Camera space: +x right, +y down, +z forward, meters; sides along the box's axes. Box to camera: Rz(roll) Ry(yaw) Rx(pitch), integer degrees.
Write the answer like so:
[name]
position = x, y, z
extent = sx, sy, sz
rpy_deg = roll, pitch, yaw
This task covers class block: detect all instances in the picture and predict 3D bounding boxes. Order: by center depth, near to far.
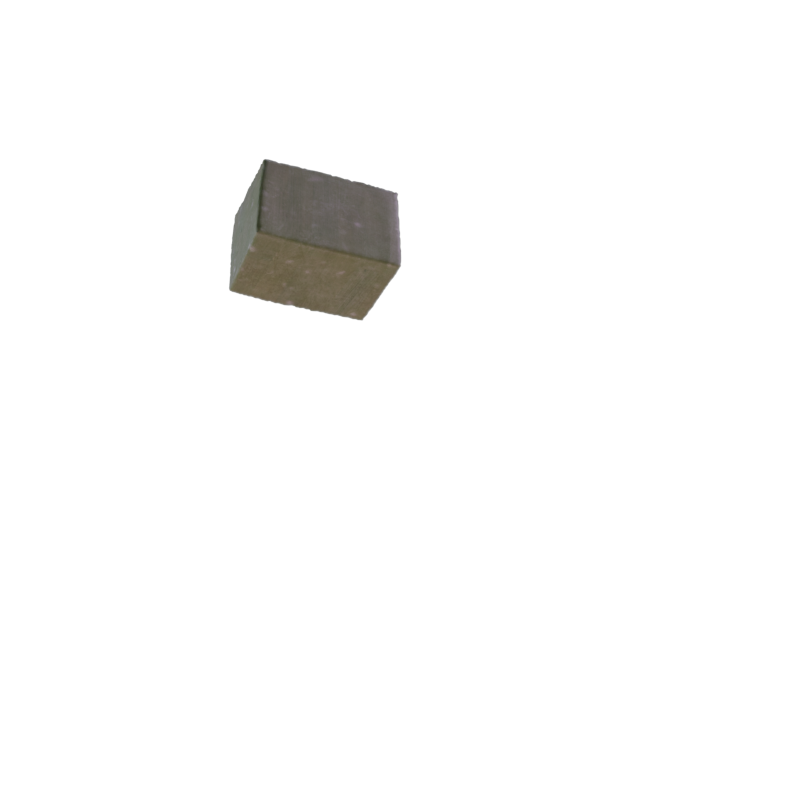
[block]
position = -0.045, -0.083, 0.579
extent = 0.076, 0.055, 0.051
rpy_deg = 12, -38, -18
